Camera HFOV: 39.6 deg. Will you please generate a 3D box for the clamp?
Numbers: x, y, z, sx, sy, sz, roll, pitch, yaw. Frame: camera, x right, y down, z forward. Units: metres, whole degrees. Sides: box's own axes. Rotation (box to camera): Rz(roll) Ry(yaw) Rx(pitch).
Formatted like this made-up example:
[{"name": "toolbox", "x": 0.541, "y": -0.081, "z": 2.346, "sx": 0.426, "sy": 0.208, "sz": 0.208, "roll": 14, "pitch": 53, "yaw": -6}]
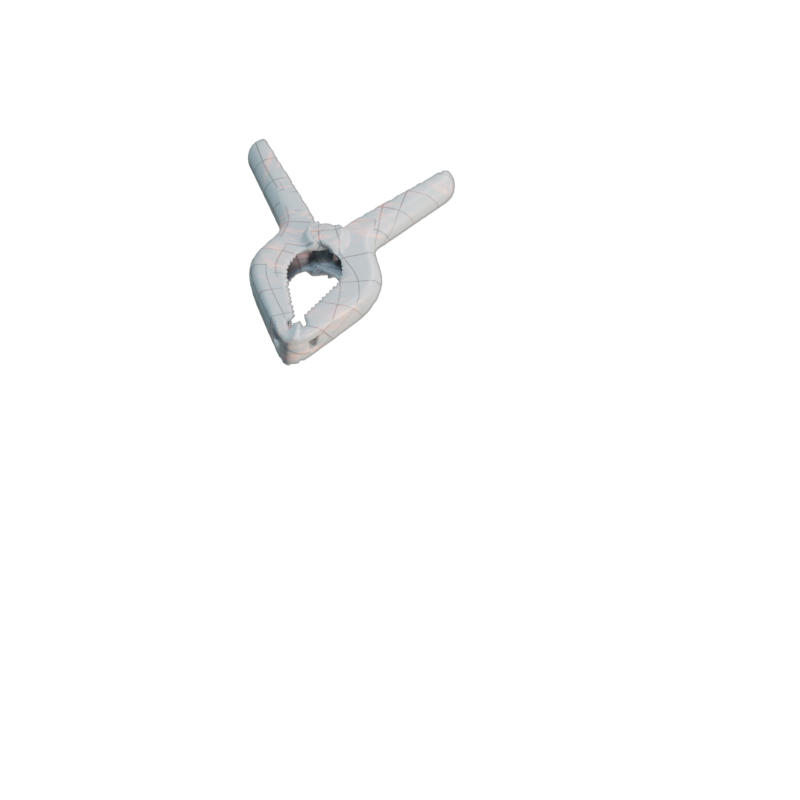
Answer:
[{"name": "clamp", "x": -0.064, "y": -0.117, "z": 0.817, "sx": 0.169, "sy": 0.220, "sz": 0.034, "roll": 14, "pitch": -40, "yaw": 12}]
